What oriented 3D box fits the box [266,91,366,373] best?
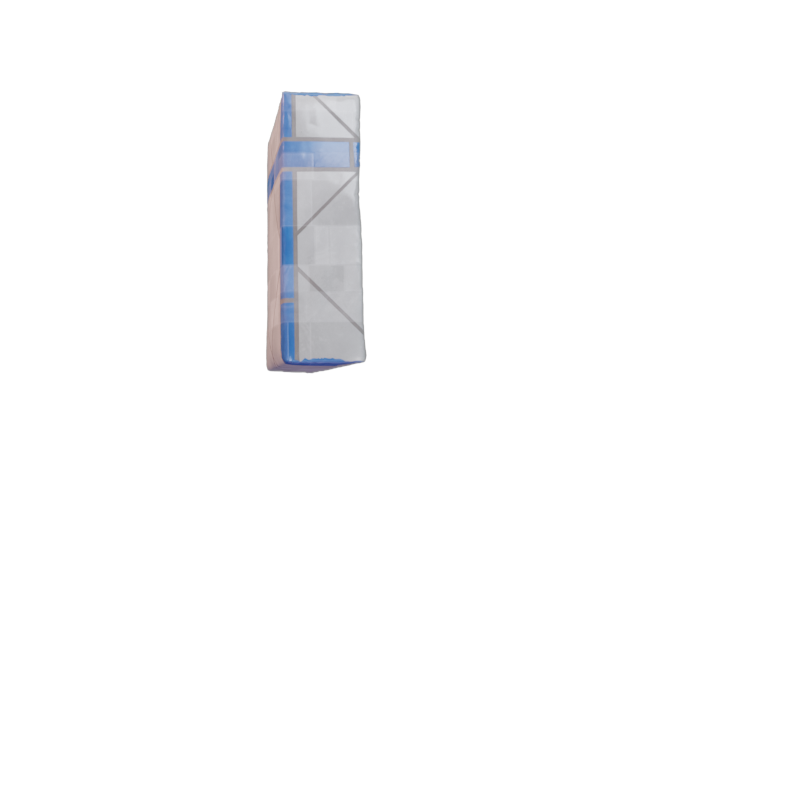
[{"bbox_3d":[-0.073,-0.133,0.931,0.071,0.218,0.163,1,-6,-10],"label":"box"}]
